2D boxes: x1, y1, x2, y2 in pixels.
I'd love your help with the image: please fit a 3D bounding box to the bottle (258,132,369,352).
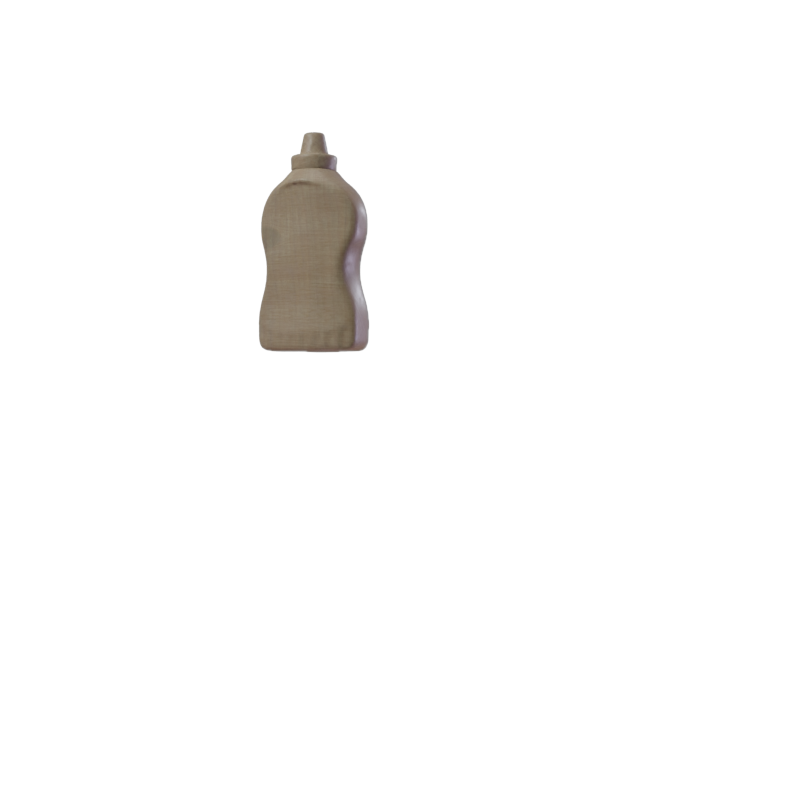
[{"bbox_3d":[-0.076,-0.139,0.972,0.099,0.193,0.056,-2,-4,28],"label":"bottle"}]
